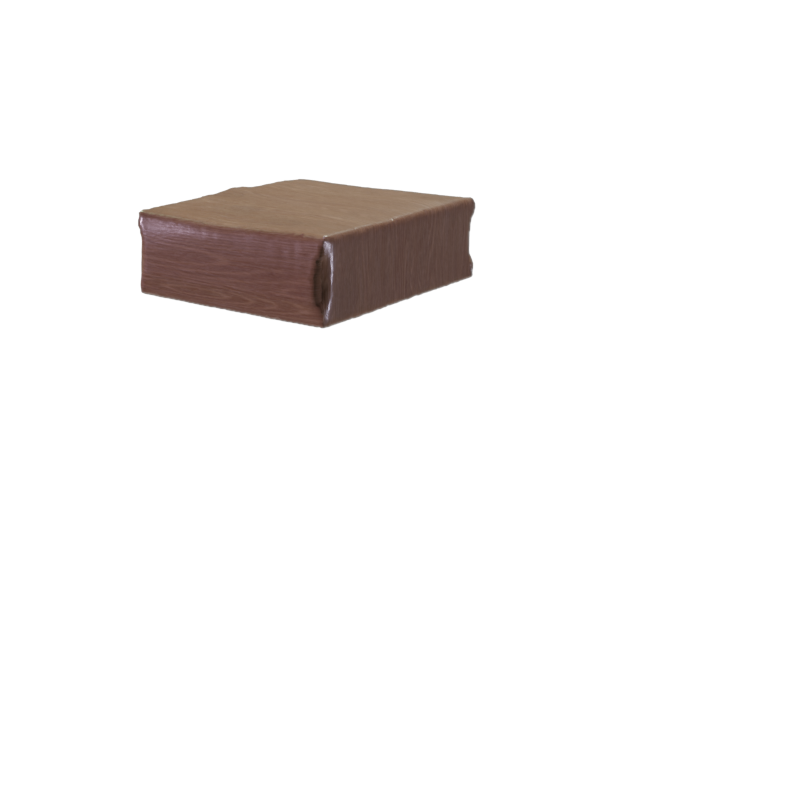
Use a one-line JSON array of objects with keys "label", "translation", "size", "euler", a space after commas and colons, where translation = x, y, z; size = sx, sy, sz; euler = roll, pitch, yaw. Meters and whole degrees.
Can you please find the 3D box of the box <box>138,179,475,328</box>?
[{"label": "box", "translation": [-0.028, -0.051, 0.360], "size": [0.077, 0.029, 0.088], "euler": [12, 22, 32]}]
